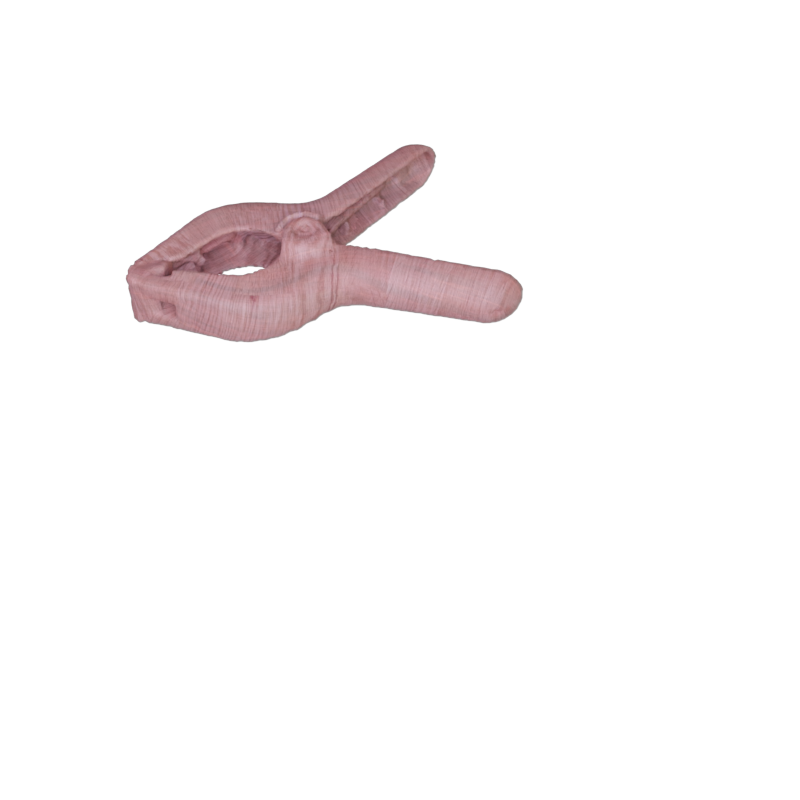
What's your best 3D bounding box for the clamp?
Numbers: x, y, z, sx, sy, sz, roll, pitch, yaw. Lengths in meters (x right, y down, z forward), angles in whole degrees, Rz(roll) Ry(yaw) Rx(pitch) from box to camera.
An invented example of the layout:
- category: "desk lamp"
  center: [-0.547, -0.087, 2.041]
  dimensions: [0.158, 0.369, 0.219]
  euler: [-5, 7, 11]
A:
- category: "clamp"
  center: [-0.040, -0.074, 0.517]
  dimensions: [0.170, 0.037, 0.129]
  euler: [-5, 39, -7]
